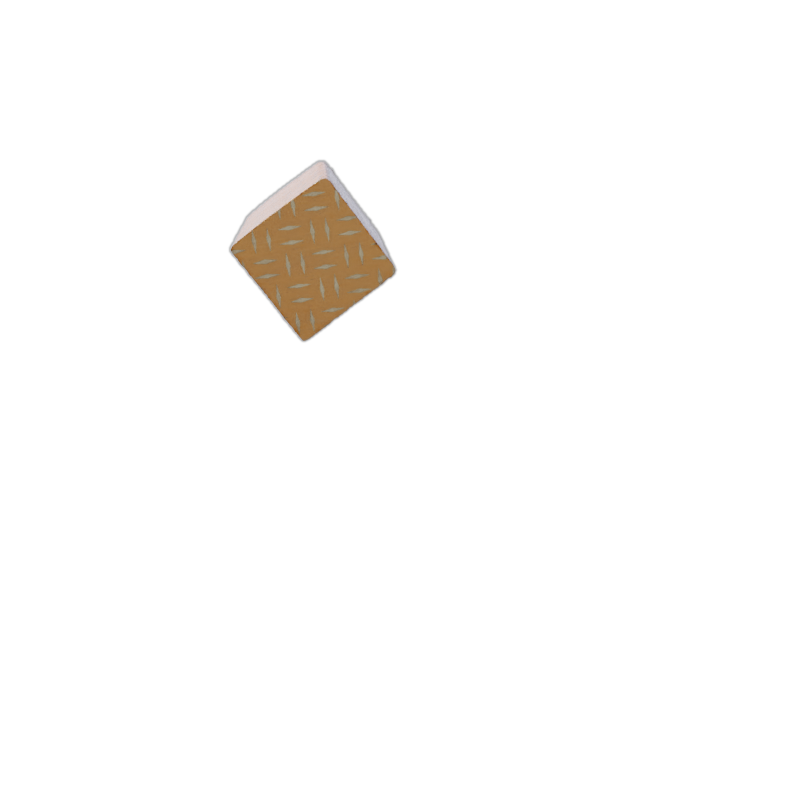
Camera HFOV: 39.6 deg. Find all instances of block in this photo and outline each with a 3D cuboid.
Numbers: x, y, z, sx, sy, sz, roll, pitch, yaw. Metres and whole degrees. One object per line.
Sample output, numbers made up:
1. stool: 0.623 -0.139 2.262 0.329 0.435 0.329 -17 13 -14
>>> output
1. block: -0.070 -0.129 0.902 0.090 0.088 0.212 -37 13 5
